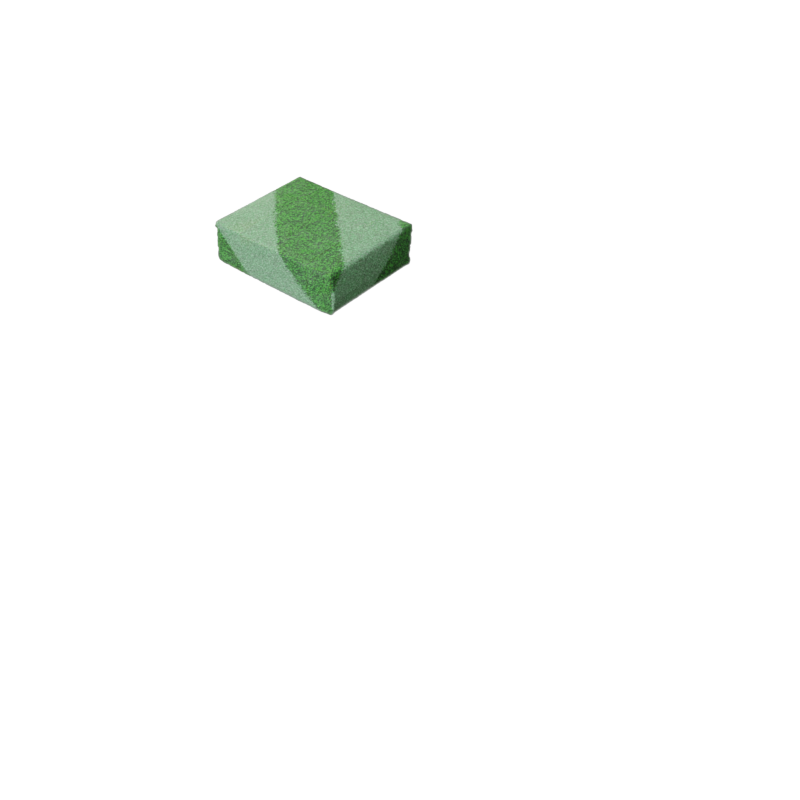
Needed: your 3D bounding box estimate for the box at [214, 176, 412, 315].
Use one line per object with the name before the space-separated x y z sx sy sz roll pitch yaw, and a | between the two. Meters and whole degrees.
box | -0.062 -0.113 0.795 0.121 0.036 0.090 29 47 30
